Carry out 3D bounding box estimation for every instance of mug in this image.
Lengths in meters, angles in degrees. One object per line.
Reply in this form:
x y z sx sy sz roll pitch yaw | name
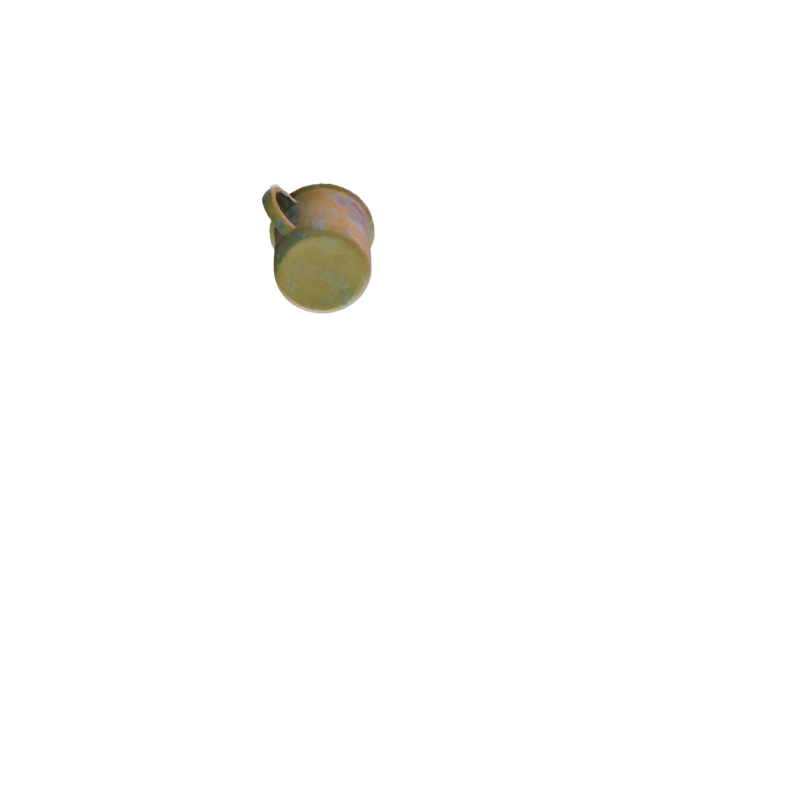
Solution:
-0.074 -0.134 0.941 0.093 0.111 0.086 -35 24 17 | mug
